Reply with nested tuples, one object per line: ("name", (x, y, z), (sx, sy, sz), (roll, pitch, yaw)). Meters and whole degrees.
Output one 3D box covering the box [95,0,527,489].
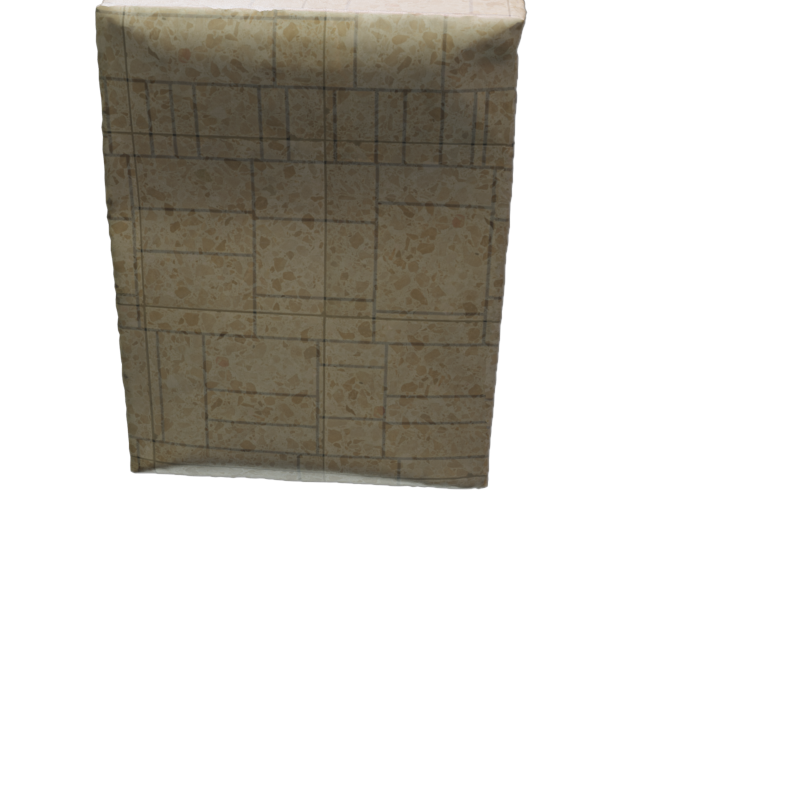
("box", (-0.037, -0.068, 0.474), (0.165, 0.202, 0.075), (4, 27, 4))
